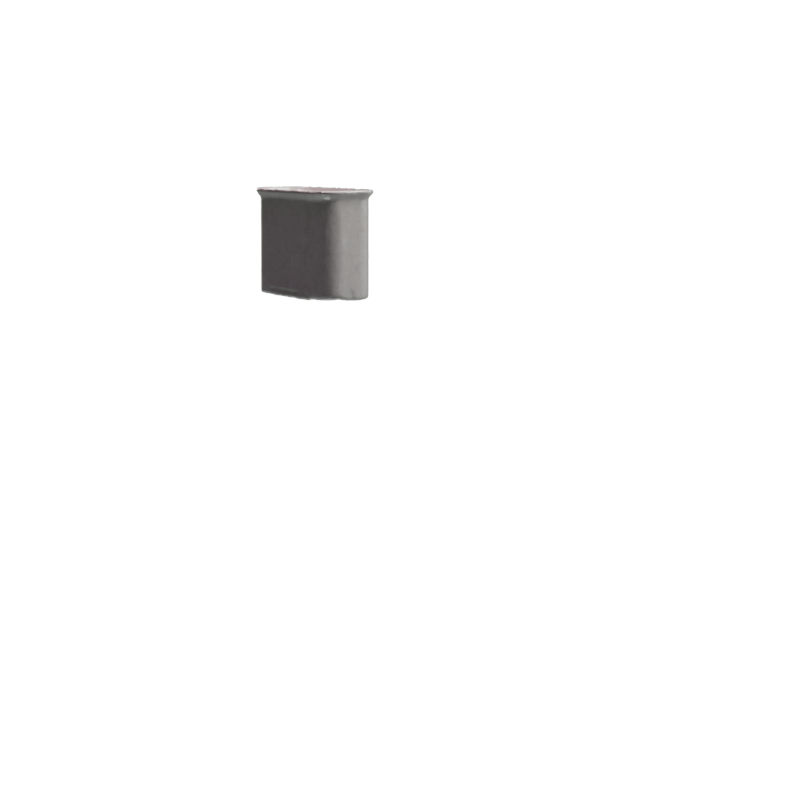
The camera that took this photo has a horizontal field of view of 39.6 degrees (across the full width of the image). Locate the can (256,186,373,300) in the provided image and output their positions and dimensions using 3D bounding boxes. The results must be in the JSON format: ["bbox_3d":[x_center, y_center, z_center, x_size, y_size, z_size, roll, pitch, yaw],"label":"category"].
[{"bbox_3d":[-0.068,-0.124,0.866,0.056,0.083,0.107,-5,11,-38],"label":"can"}]
